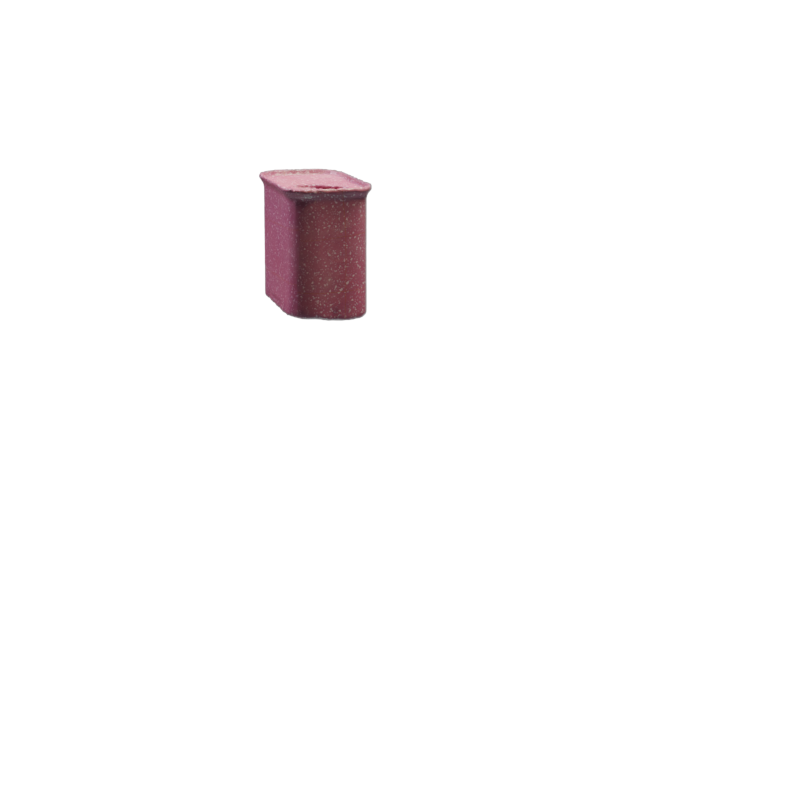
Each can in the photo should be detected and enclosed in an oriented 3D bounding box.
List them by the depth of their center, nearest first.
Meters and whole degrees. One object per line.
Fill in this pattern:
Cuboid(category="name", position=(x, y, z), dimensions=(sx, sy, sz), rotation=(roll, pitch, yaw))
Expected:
Cuboid(category="can", position=(-0.056, -0.103, 0.722), dimensions=(0.056, 0.081, 0.107), rotation=(-4, 16, -17))
